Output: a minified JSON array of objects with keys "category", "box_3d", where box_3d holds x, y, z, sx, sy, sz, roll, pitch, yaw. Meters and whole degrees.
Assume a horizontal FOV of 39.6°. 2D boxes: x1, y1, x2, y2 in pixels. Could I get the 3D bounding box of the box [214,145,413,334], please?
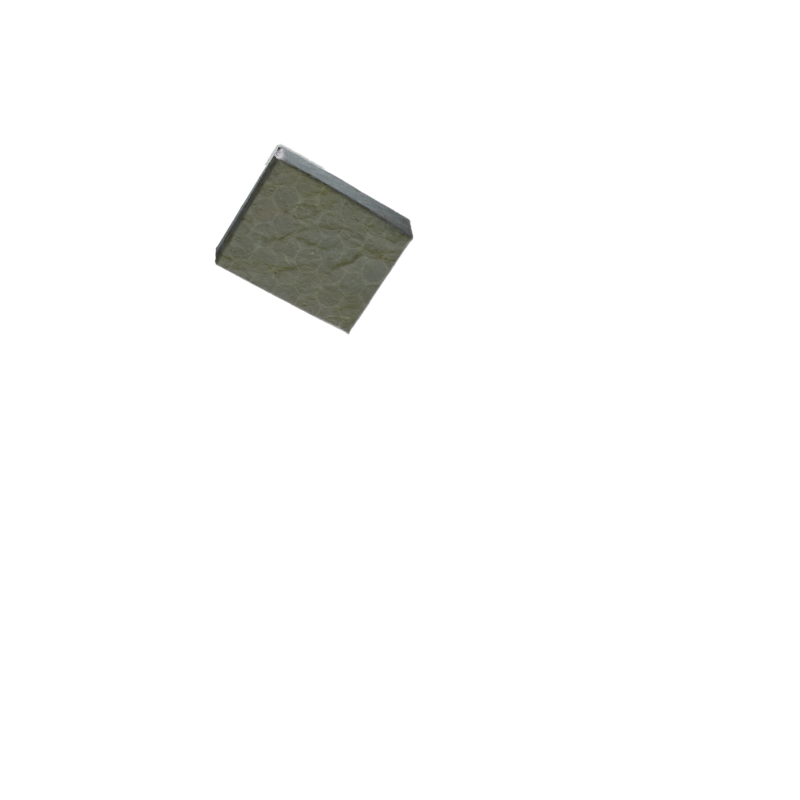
[{"category":"box","box_3d":[-0.061,-0.111,0.778,0.110,0.088,0.041,30,19,-12]}]
